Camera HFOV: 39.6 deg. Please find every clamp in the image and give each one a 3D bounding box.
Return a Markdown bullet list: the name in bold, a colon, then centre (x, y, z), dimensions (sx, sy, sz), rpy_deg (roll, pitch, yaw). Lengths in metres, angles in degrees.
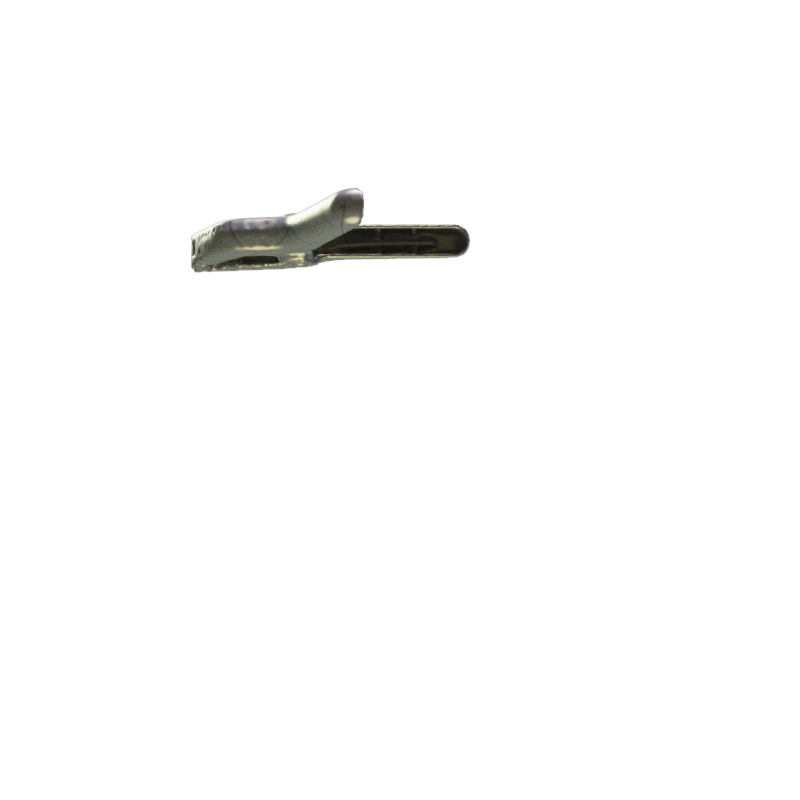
- **clamp**: centre (-0.064, -0.117, 0.822), dimensions (0.216, 0.037, 0.156), rpy_deg (-3, -5, 38)
